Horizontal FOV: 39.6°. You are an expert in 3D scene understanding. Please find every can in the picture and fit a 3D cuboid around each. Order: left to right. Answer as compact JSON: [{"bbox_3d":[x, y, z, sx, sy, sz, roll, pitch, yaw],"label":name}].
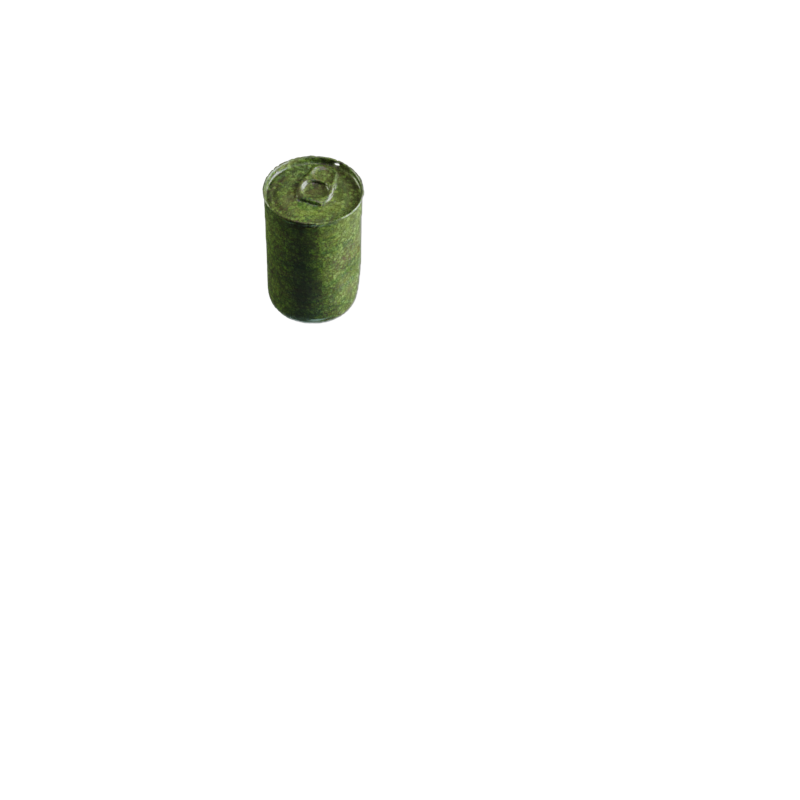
[{"bbox_3d":[-0.061,-0.111,0.776,0.068,0.074,0.095,0,-40,-3],"label":"can"}]
